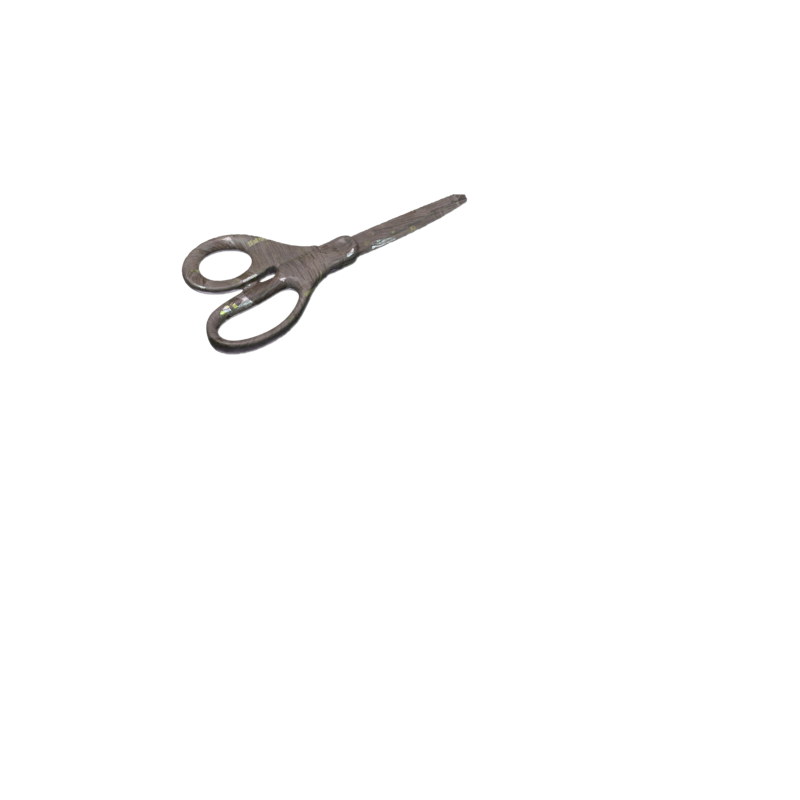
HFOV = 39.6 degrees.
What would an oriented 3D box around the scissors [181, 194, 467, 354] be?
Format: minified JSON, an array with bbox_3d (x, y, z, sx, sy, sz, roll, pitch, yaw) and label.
[{"bbox_3d":[-0.057,-0.104,0.725,0.102,0.015,0.204,36,61,24],"label":"scissors"}]
